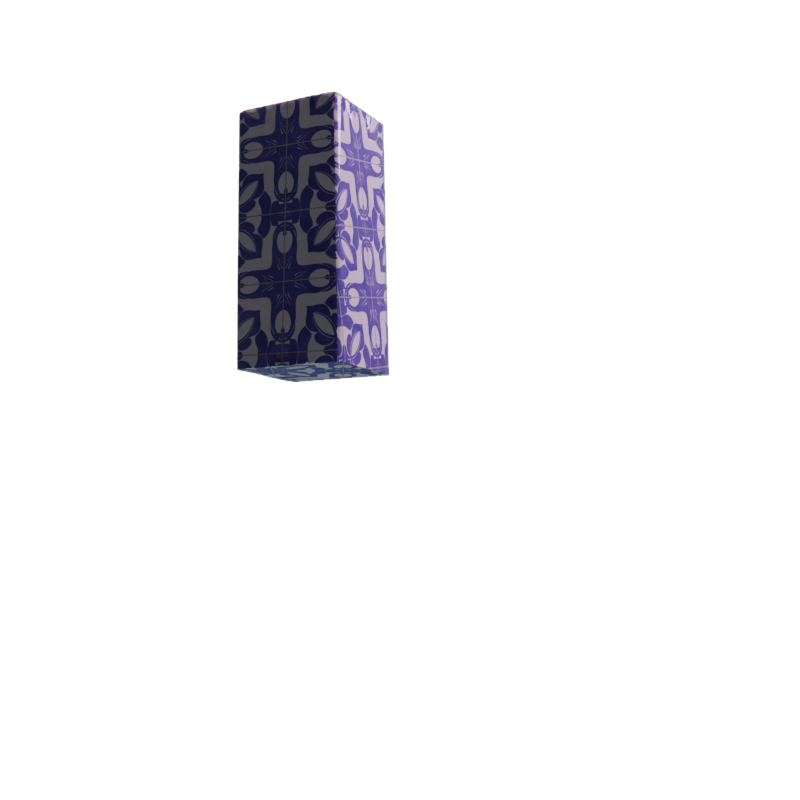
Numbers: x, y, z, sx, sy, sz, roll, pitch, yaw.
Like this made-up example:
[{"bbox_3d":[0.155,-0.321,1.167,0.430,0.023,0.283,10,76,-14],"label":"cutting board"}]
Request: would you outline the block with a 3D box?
[{"bbox_3d":[-0.069,-0.124,0.870,0.093,0.213,0.085,-7,-14,26],"label":"block"}]
